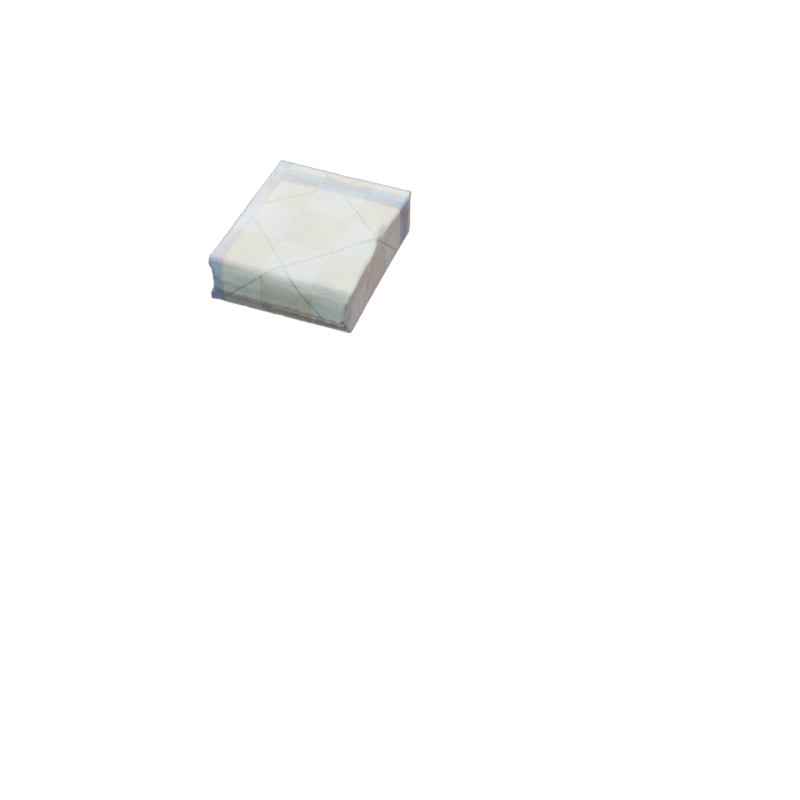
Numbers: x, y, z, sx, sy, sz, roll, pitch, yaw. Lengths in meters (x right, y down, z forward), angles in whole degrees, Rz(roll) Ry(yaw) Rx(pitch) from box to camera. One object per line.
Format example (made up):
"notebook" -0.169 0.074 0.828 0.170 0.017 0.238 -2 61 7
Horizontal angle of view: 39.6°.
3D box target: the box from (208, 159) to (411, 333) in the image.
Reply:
"box" -0.043 -0.078 0.546 0.075 0.028 0.093 14 45 15
